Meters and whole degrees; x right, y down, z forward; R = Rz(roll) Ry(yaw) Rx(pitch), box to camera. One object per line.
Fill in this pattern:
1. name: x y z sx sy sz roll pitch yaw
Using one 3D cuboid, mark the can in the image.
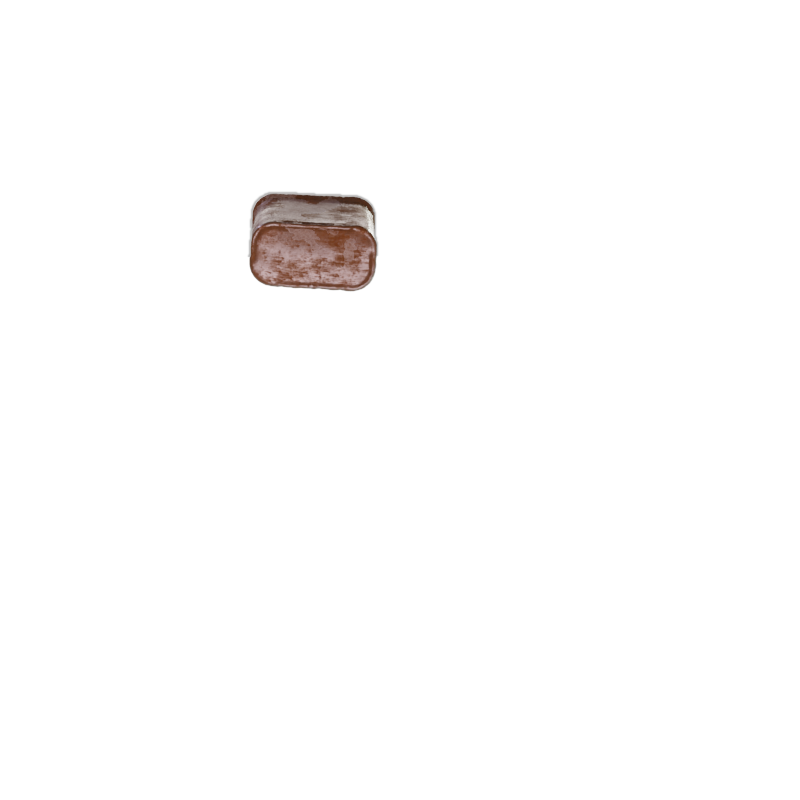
1. can: -0.068 -0.125 0.874 0.102 0.055 0.088 2 21 -3
